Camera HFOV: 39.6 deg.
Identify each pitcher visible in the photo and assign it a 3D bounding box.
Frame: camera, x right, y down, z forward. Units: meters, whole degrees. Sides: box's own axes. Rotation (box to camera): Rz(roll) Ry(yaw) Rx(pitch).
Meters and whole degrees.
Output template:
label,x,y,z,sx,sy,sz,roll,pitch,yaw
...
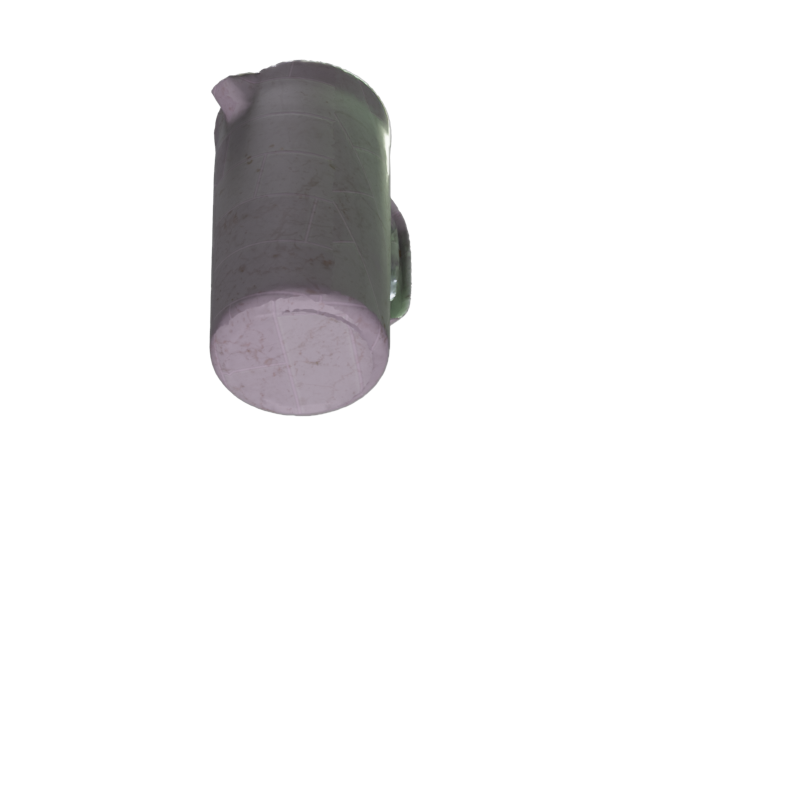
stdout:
label,x,y,z,sx,sy,sz,roll,pitch,yaw
pitcher,-0.059,-0.107,0.750,0.149,0.135,0.261,0,45,-3
